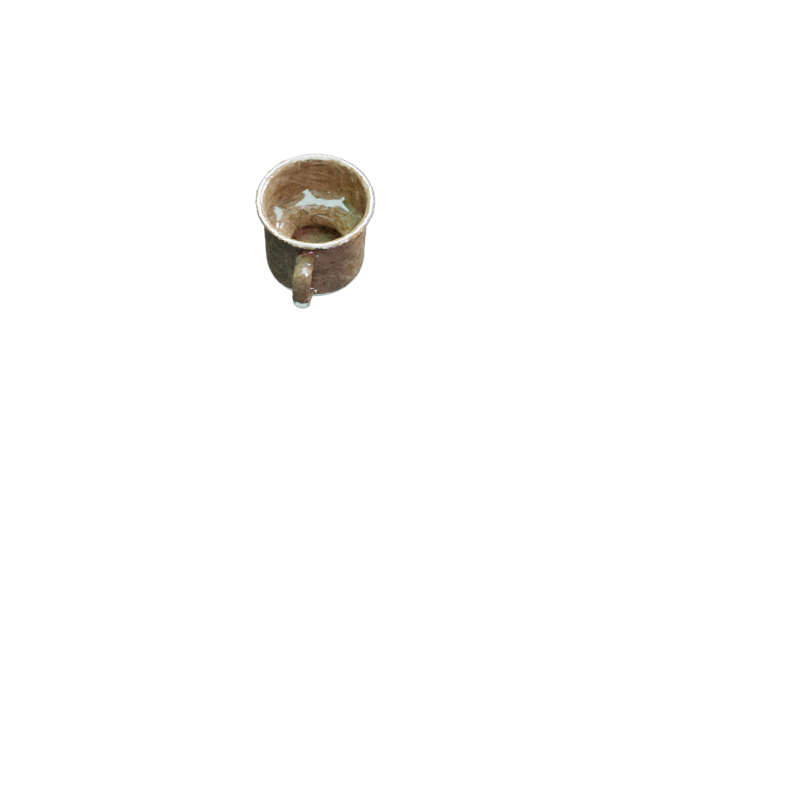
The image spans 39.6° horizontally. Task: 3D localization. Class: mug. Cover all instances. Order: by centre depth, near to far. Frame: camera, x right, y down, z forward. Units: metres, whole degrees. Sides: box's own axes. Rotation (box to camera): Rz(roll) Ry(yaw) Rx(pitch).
[{"bbox_3d":[-0.069,-0.126,0.885,0.094,0.124,0.076,5,-32,1],"label":"mug"}]
